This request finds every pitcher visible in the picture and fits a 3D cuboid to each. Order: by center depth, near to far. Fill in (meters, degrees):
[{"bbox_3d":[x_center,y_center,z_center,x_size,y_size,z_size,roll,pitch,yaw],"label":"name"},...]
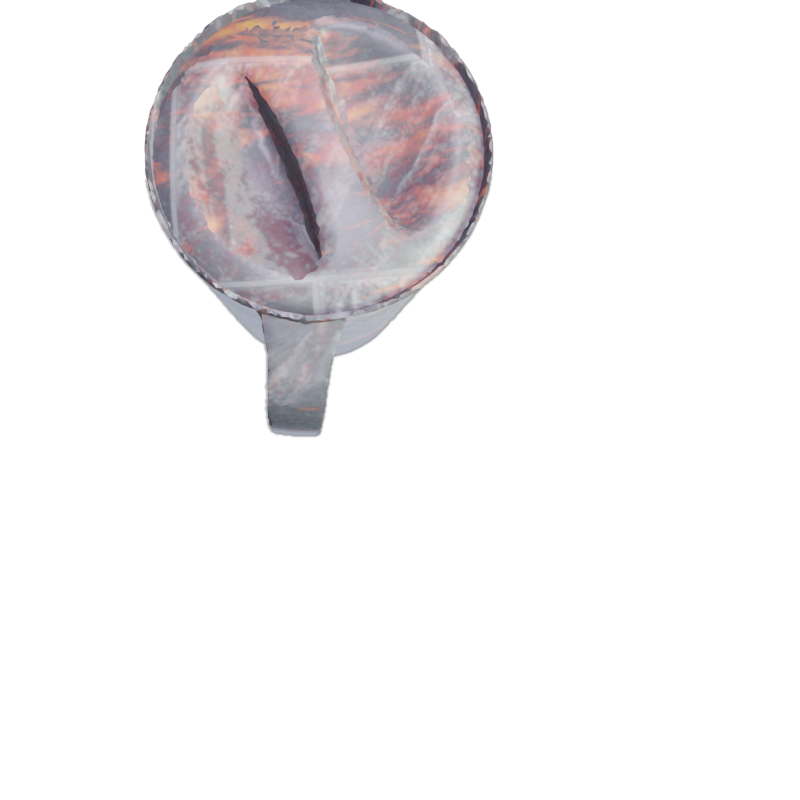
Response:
[{"bbox_3d":[-0.042,-0.076,0.531,0.150,0.148,0.238,-42,-3,-7],"label":"pitcher"}]
